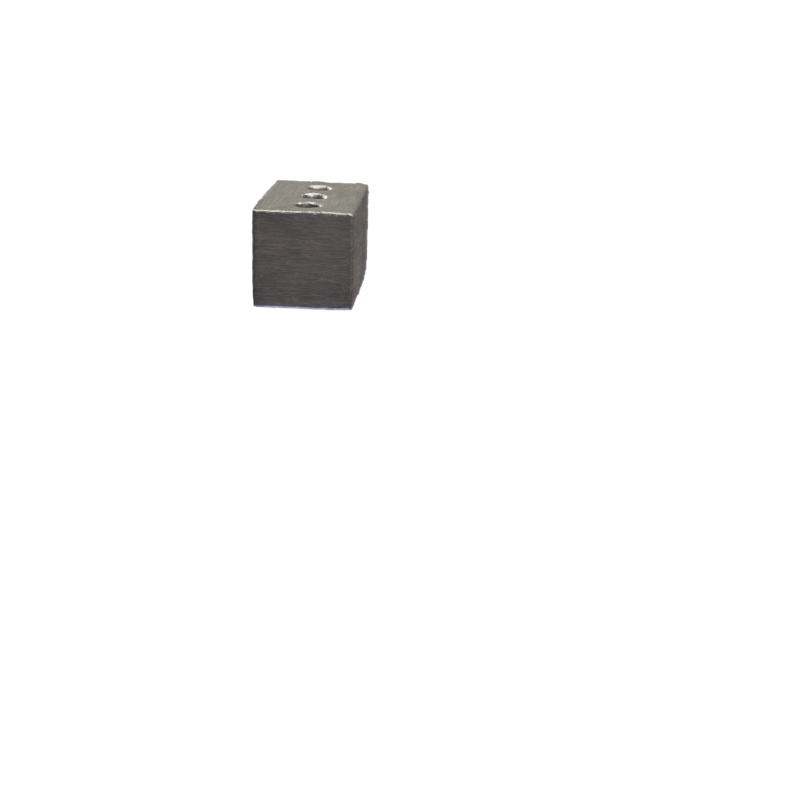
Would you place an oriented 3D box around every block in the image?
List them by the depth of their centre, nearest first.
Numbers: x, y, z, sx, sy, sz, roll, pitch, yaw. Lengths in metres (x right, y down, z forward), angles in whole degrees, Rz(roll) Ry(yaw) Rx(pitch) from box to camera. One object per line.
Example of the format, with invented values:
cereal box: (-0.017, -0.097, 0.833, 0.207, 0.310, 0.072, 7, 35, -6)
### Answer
block: (-0.046, -0.083, 0.584, 0.053, 0.049, 0.081, 2, 20, 4)
